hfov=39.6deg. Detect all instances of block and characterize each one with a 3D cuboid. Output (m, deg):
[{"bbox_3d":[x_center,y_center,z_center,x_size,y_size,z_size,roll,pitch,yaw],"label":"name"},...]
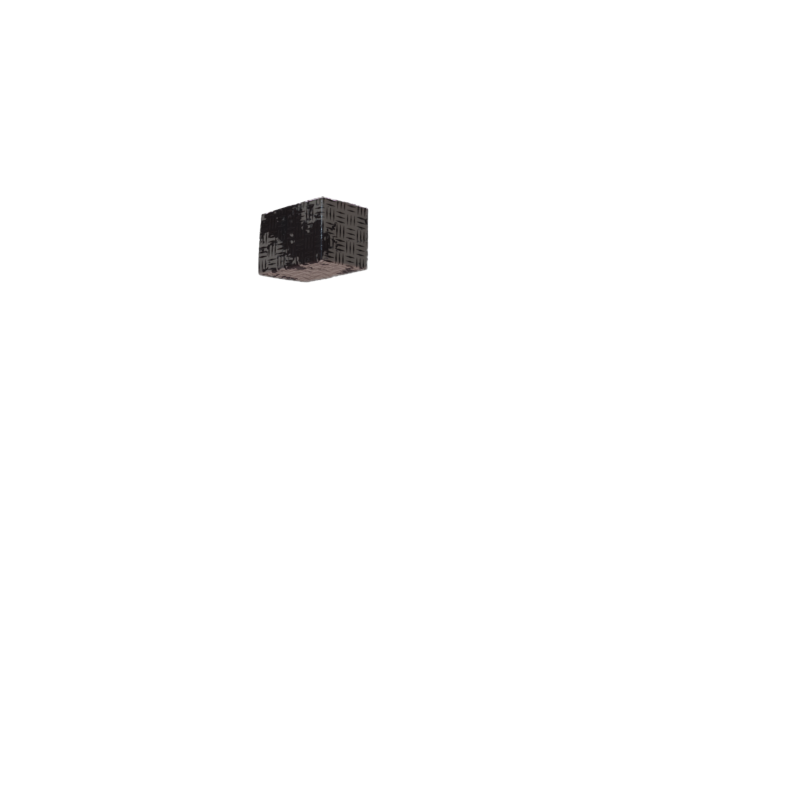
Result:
[{"bbox_3d":[-0.070,-0.127,0.890,0.080,0.053,0.050,-8,-12,44],"label":"block"}]
